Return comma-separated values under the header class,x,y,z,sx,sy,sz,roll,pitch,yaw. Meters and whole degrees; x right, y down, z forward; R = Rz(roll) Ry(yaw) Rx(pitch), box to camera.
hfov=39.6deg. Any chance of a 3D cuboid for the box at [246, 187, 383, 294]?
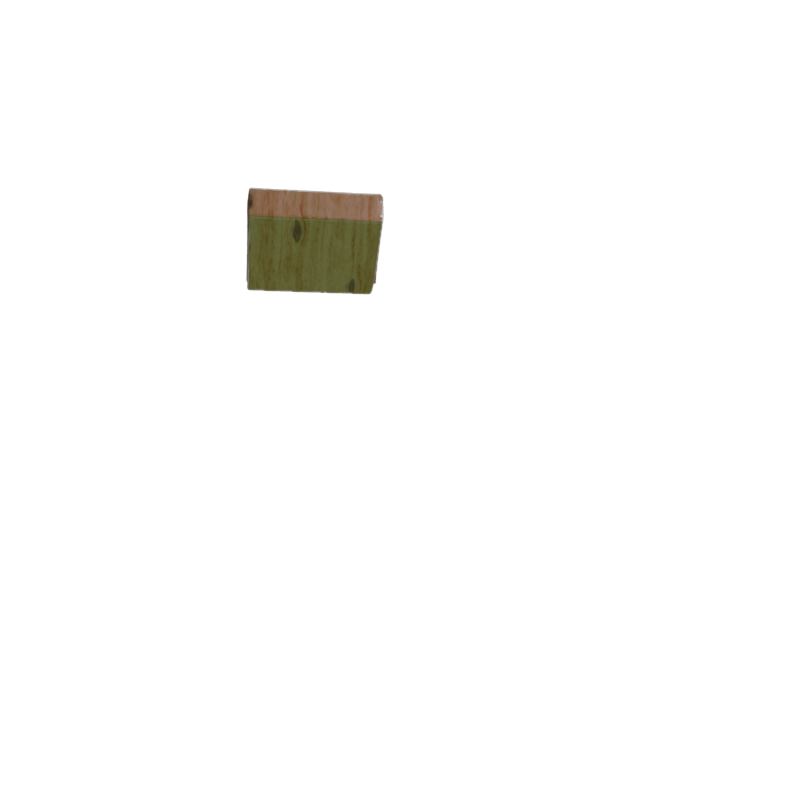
class,x,y,z,sx,sy,sz,roll,pitch,yaw
box,-0.058,-0.106,0.742,0.089,0.032,0.068,2,-39,-3
